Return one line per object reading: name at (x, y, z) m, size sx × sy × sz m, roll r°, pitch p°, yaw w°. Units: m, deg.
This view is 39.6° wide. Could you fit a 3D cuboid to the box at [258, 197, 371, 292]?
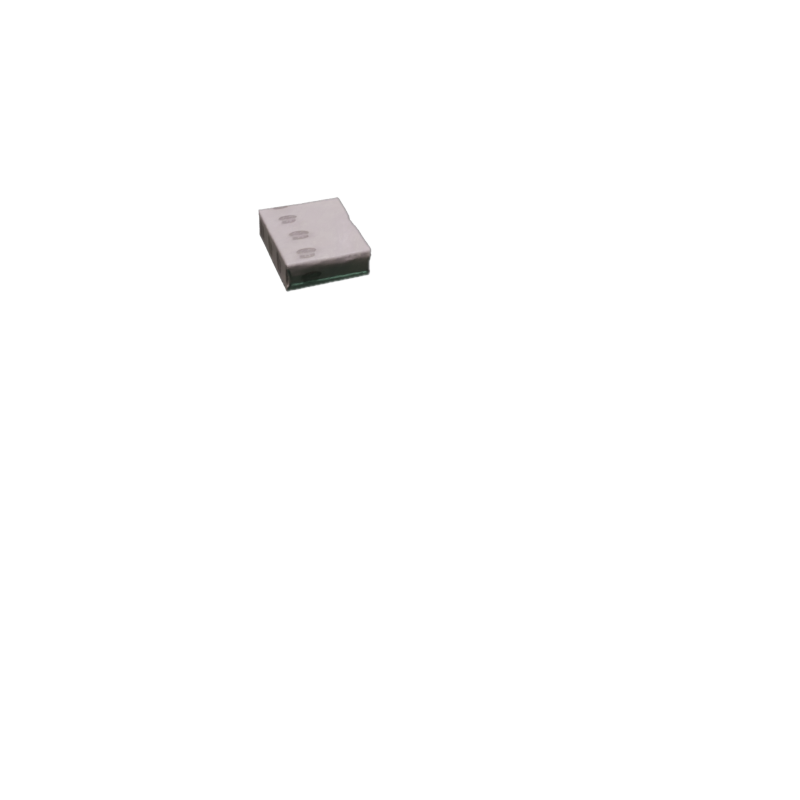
box at (-0.073, -0.133, 0.930) m, size 0.072 × 0.028 × 0.097 m, roll -12°, pitch 41°, yaw -15°
